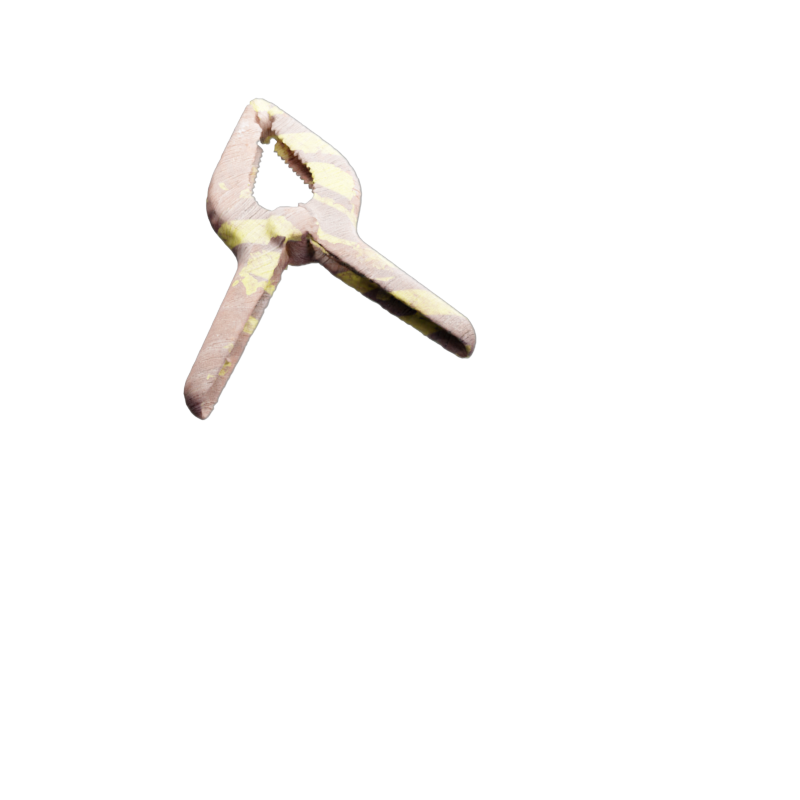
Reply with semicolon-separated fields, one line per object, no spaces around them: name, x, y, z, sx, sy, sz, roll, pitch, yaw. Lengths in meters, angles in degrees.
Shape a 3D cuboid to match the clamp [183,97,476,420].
clamp;-0.052;-0.094;0.659;0.164;0.225;0.034;-7;-31;-4
